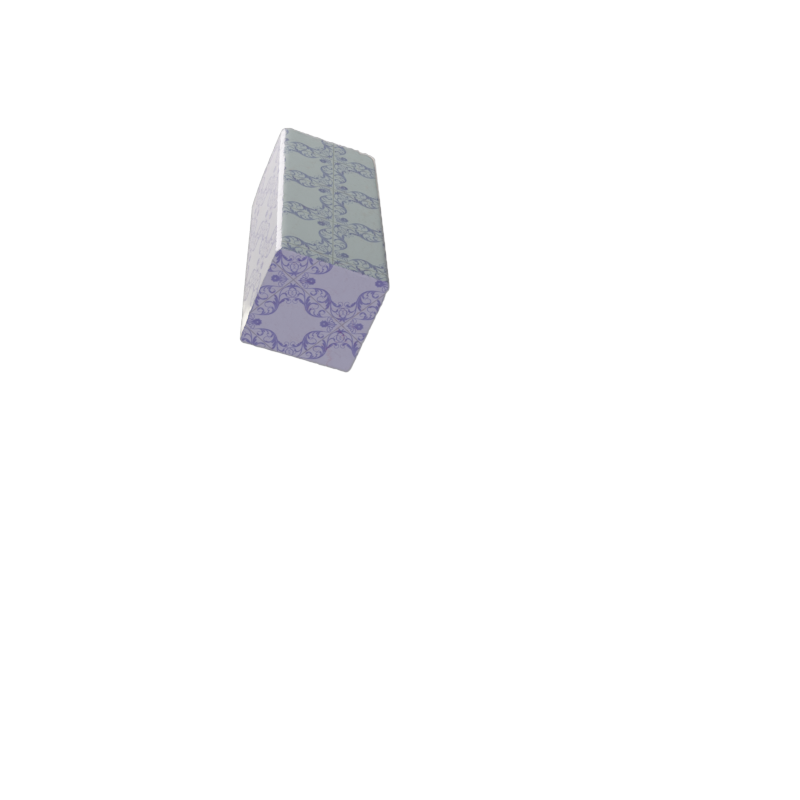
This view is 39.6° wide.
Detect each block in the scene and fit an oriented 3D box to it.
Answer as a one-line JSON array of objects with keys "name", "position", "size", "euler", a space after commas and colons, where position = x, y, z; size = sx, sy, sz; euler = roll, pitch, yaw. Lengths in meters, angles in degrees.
[{"name": "block", "position": [-0.071, -0.130, 0.905], "size": [0.088, 0.086, 0.220], "euler": [16, 33, -15]}]
